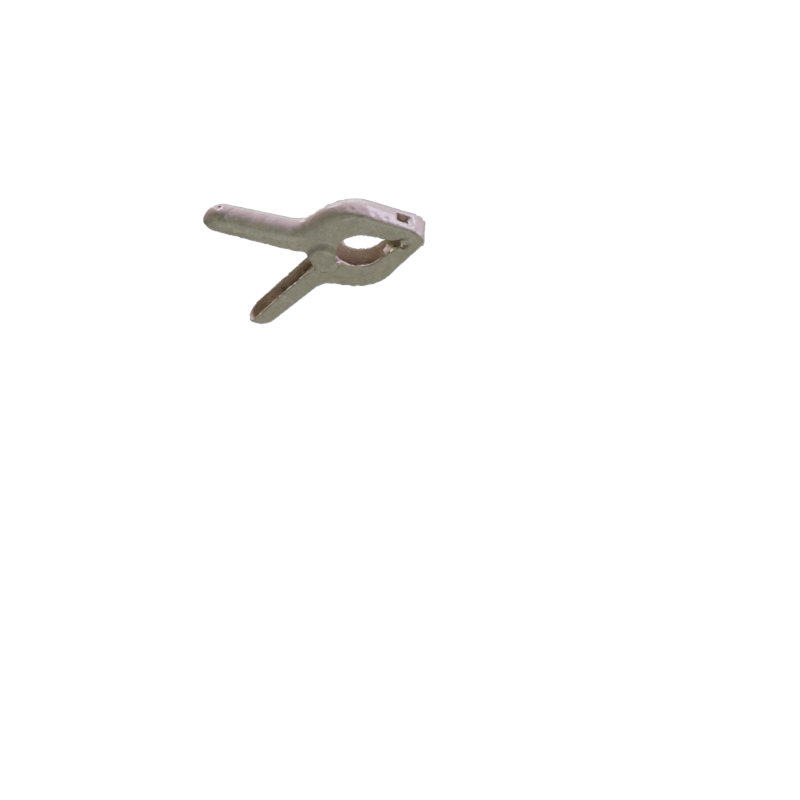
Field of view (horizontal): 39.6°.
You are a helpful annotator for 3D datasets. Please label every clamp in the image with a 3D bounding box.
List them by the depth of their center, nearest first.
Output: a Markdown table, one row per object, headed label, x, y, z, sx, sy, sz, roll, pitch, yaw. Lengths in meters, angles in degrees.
| label | x | y | z | sx | sy | sz | roll | pitch | yaw |
| --- | --- | --- | --- | --- | --- | --- | --- | --- | --- |
| clamp | -0.069 | -0.125 | 0.879 | 0.173 | 0.042 | 0.111 | -18 | -46 | 18 |
